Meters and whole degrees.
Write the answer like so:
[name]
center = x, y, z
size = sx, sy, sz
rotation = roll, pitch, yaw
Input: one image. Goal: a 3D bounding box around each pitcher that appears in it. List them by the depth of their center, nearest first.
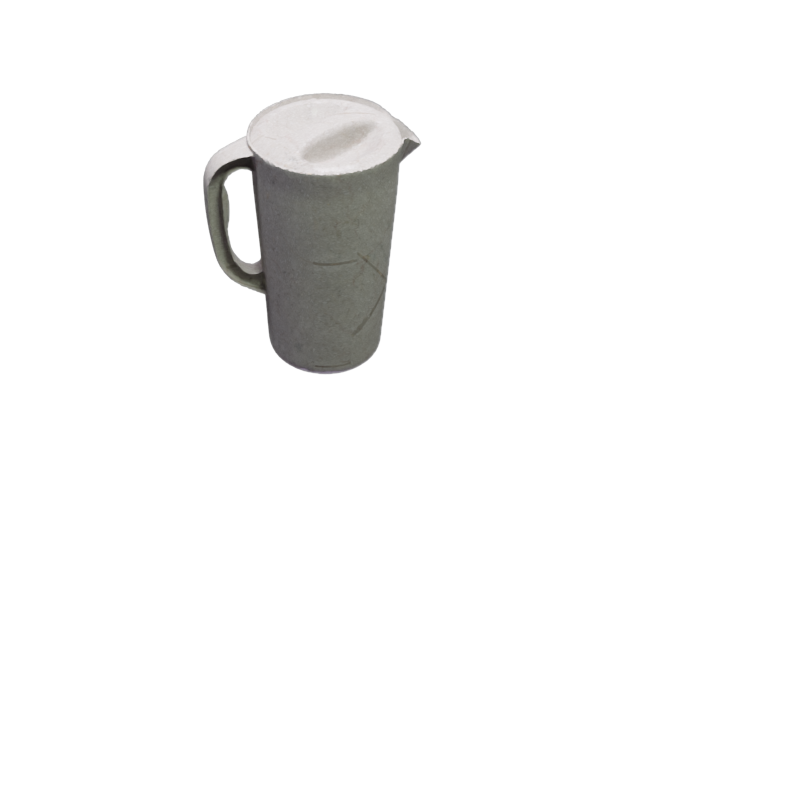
[pitcher]
center = -0.078, -0.143, 0.999
size = 0.156, 0.227, 0.148
rotation = 21, 43, 21
